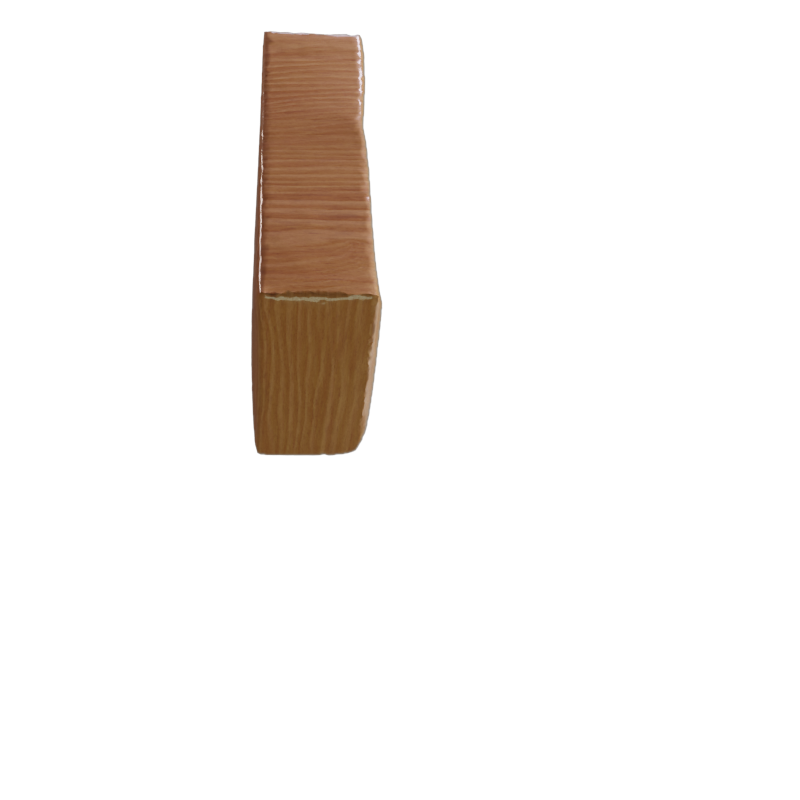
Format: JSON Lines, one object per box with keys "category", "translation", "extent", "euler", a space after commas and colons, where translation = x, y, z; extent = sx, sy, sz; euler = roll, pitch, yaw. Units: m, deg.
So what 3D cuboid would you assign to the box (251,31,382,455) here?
{"category": "box", "translation": [-0.054, -0.098, 0.689], "extent": [0.071, 0.229, 0.154], "euler": [1, -37, -5]}
